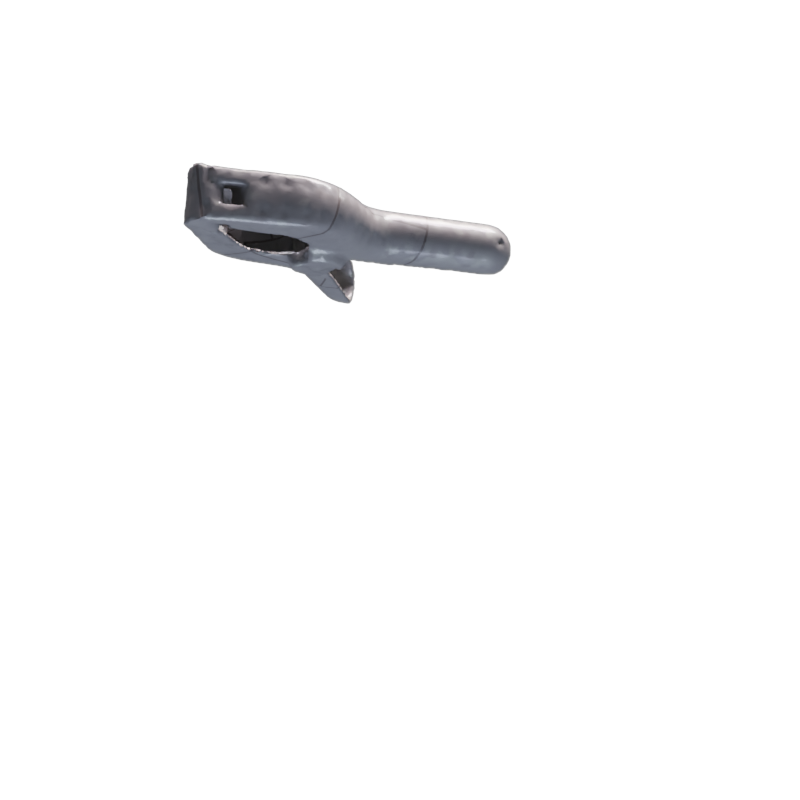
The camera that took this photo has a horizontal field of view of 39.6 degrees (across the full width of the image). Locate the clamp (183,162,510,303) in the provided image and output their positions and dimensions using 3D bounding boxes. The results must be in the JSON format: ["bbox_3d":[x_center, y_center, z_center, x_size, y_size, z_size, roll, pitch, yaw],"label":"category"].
[{"bbox_3d":[-0.043,-0.079,0.554,0.163,0.041,0.121,12,-21,-37],"label":"clamp"}]
